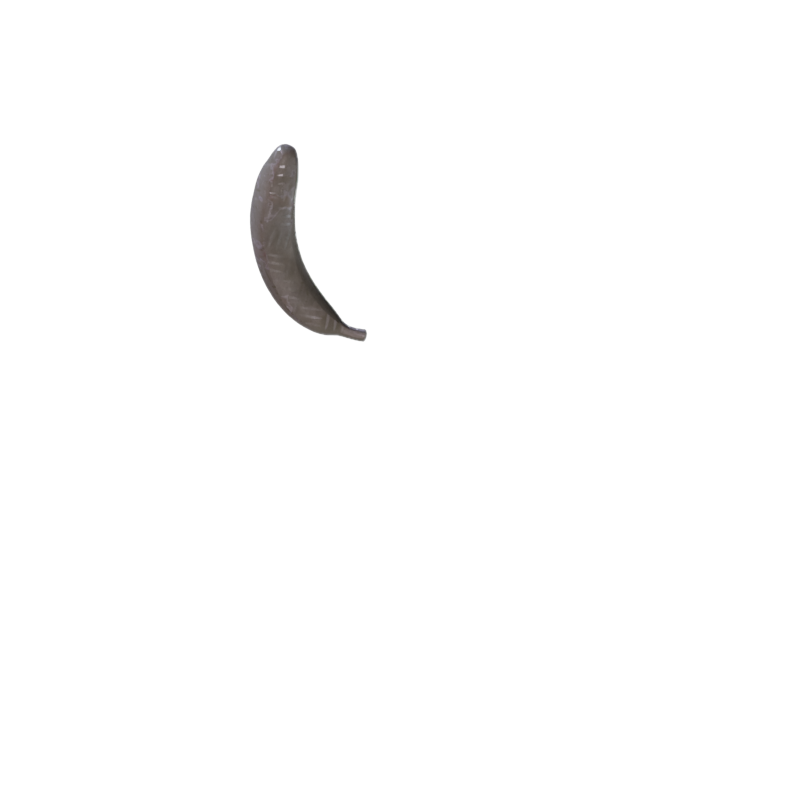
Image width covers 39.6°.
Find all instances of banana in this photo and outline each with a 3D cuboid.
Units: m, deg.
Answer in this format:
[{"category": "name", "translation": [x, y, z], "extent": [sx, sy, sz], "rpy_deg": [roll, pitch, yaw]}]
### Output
[{"category": "banana", "translation": [-0.089, -0.125, 0.935], "extent": [0.070, 0.184, 0.039], "rpy_deg": [-16, 33, 10]}]
